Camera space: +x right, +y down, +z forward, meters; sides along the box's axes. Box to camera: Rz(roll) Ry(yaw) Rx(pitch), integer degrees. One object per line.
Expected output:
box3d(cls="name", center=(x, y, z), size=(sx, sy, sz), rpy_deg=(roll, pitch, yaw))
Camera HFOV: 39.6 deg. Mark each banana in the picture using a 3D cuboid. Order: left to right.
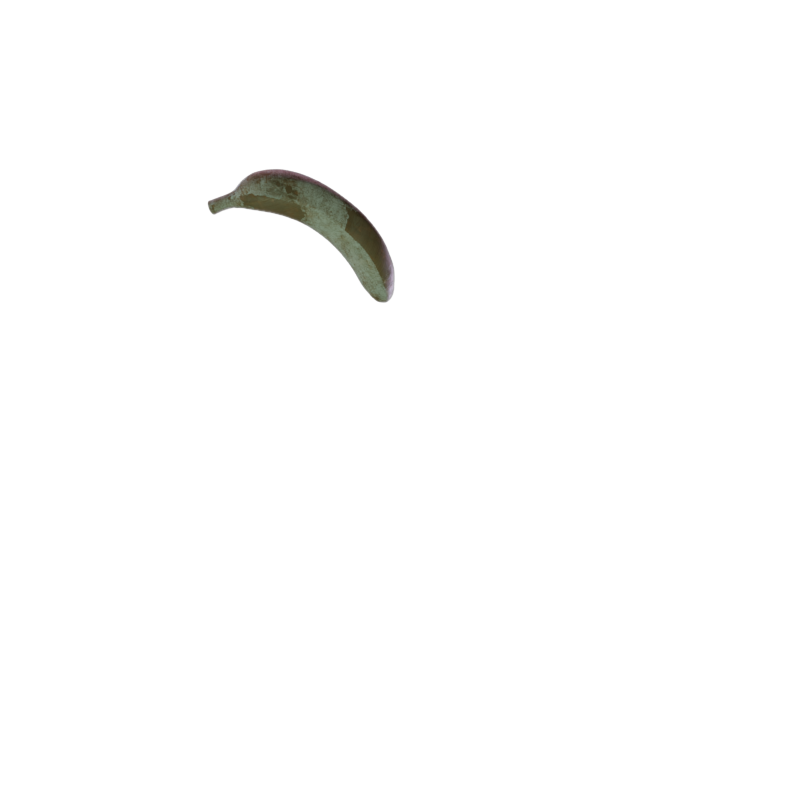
box3d(cls="banana", center=(-0.066, -0.147, 0.947), size=(0.187, 0.039, 0.068), rpy_deg=(28, -49, -28))
